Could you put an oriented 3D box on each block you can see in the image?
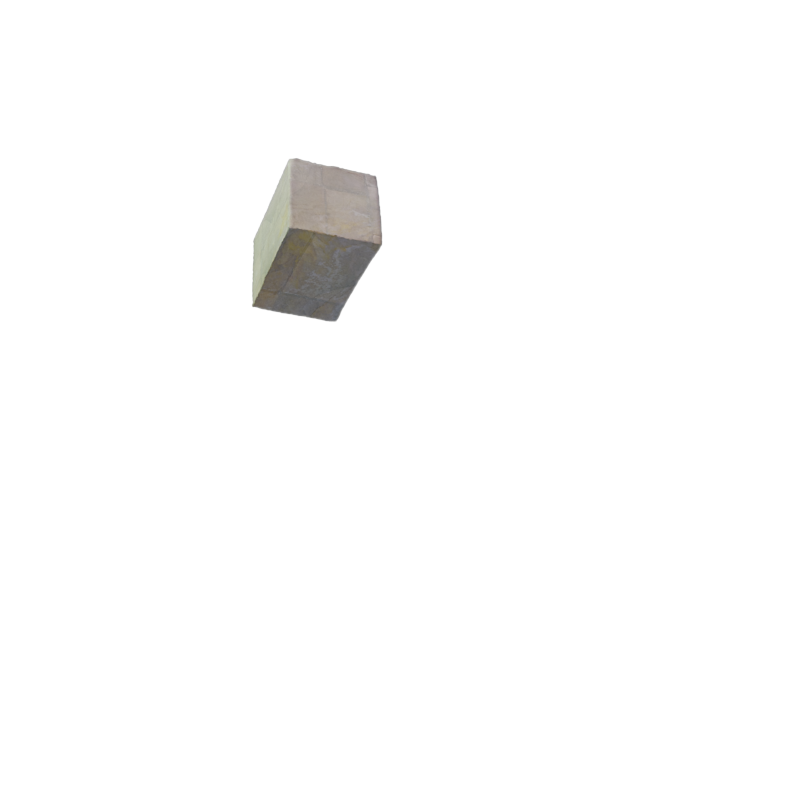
[{"bbox_3d":[-0.048,-0.088,0.618,0.051,0.055,0.075,11,-35,-18],"label":"block"}]
